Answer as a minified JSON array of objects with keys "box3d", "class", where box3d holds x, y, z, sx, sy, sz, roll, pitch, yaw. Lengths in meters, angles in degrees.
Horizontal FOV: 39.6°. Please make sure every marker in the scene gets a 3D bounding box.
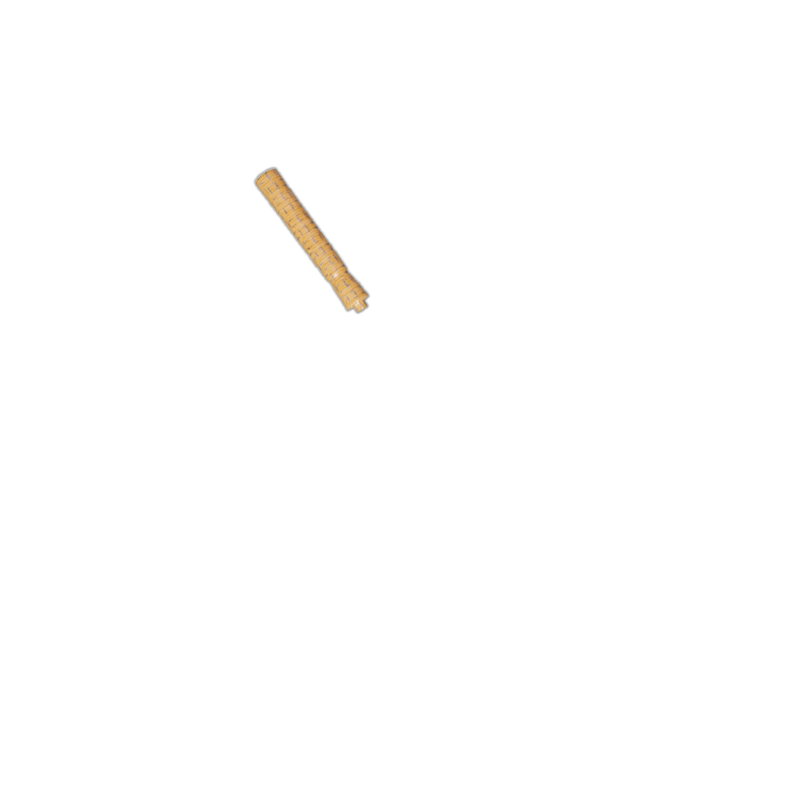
[{"box3d":[-0.062,-0.112,0.787,0.020,0.125,0.019,-34,-12,-8],"class":"marker"}]
